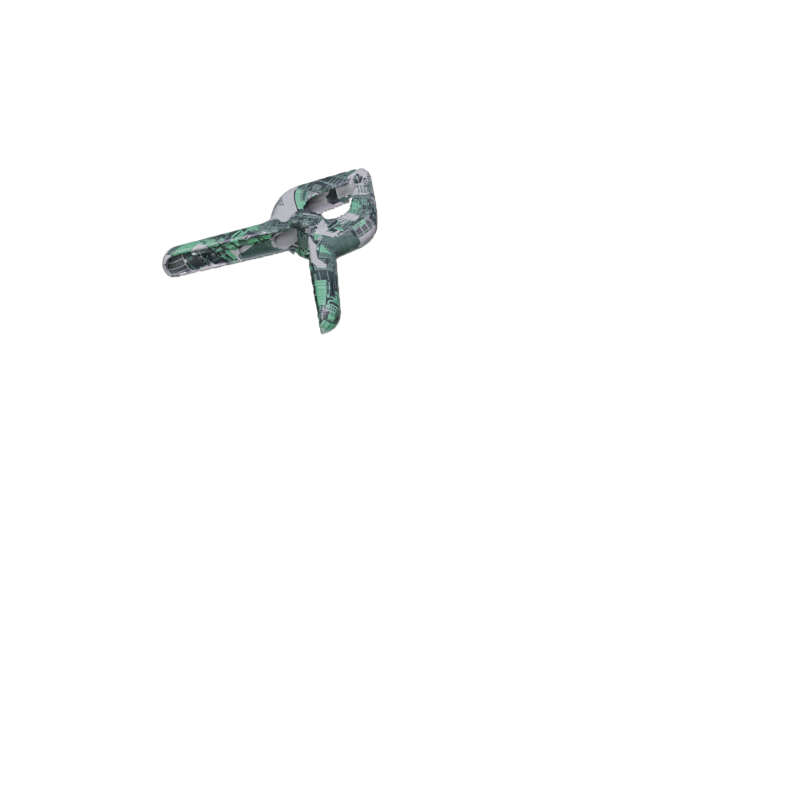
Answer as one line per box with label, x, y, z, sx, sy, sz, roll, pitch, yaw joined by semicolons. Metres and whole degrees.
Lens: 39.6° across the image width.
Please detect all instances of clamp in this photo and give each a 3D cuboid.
clamp;-0.074;-0.134;0.940;0.174;0.034;0.213;25;46;27
